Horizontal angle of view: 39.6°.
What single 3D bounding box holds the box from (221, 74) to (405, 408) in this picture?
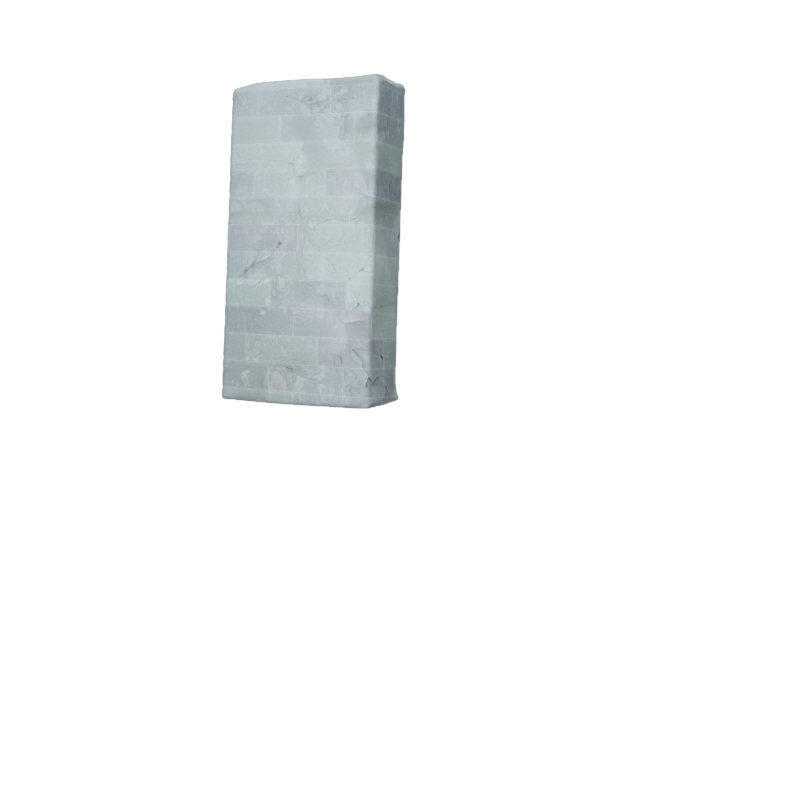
[{"bbox_3d":[-0.048,-0.087,0.610,0.096,0.177,0.046,0,-1,26],"label":"box"}]
